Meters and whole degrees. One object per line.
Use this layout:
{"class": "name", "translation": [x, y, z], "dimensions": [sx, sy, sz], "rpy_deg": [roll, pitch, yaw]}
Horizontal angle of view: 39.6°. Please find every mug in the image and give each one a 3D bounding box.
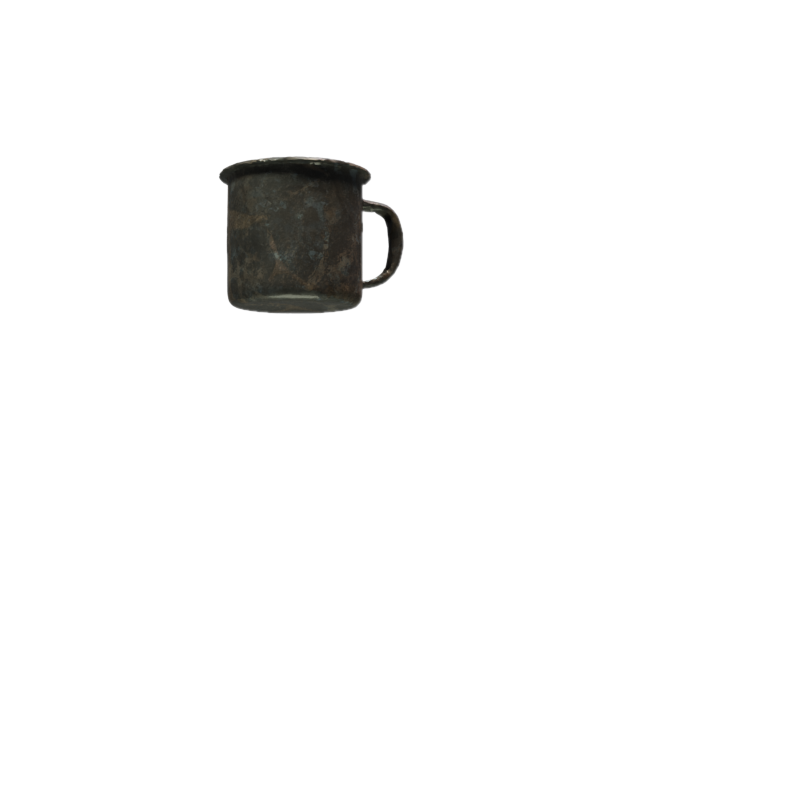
{"class": "mug", "translation": [-0.053, -0.096, 0.675], "dimensions": [0.113, 0.083, 0.094], "rpy_deg": [2, -6, -24]}
